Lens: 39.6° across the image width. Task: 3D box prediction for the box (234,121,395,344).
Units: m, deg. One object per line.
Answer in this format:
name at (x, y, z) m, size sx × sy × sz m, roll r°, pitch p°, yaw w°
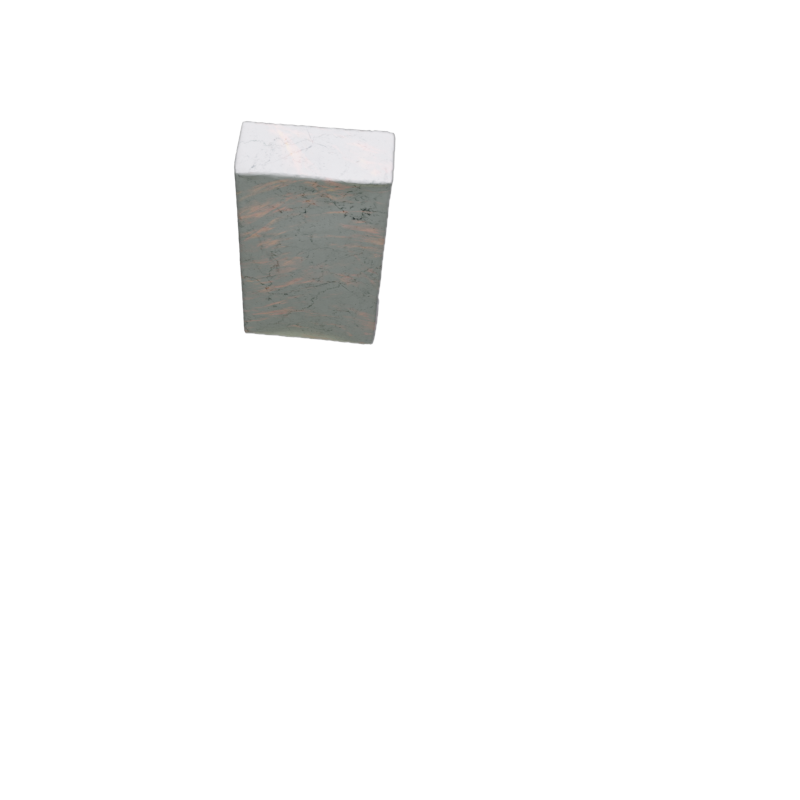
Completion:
box at (-0.055, -0.100, 0.704) m, size 0.093 × 0.051 × 0.166 m, roll 5°, pitch -29°, yaw 0°
